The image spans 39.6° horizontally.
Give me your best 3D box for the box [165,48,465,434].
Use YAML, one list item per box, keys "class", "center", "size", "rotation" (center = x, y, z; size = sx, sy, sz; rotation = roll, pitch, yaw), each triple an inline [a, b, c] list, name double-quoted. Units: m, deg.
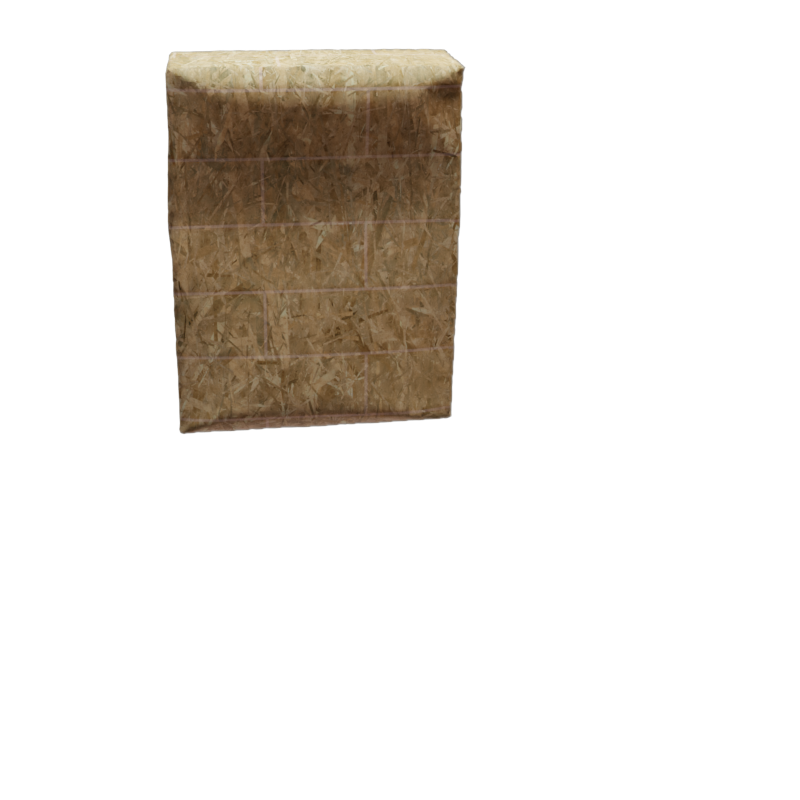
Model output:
- class: "box"
  center: [-0.050, -0.092, 0.642]
  size: [0.163, 0.205, 0.075]
  rotation: [-1, 19, -6]
